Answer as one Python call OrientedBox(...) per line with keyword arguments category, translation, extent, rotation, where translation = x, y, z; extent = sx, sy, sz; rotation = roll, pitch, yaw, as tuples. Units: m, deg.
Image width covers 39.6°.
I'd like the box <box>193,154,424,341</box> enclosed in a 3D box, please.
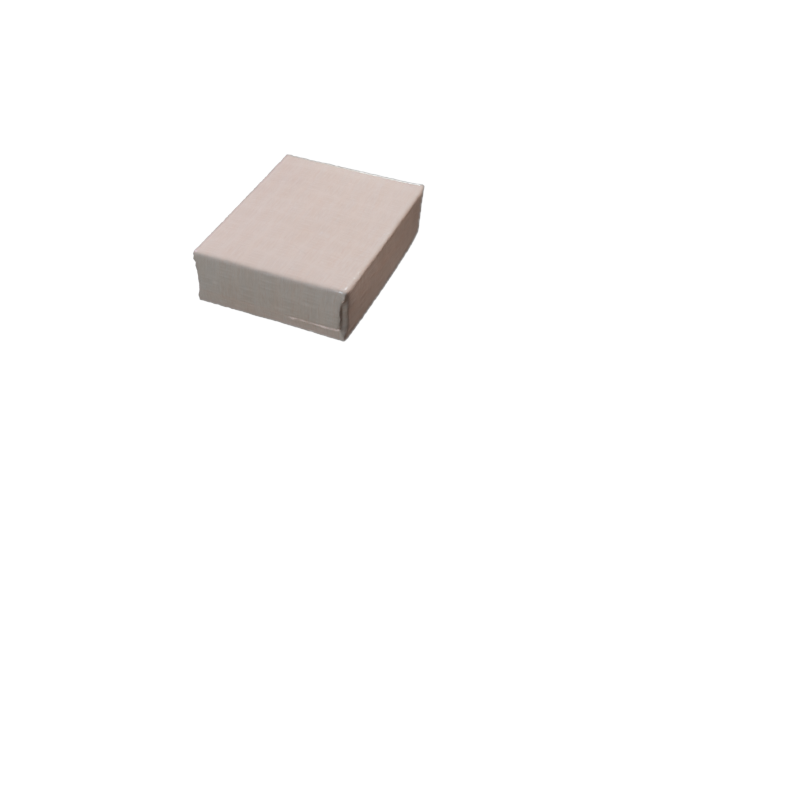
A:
OrientedBox(category="box", translation=(-0.048, -0.088, 0.616), extent=(0.093, 0.036, 0.117), rotation=(15, 41, 18))
